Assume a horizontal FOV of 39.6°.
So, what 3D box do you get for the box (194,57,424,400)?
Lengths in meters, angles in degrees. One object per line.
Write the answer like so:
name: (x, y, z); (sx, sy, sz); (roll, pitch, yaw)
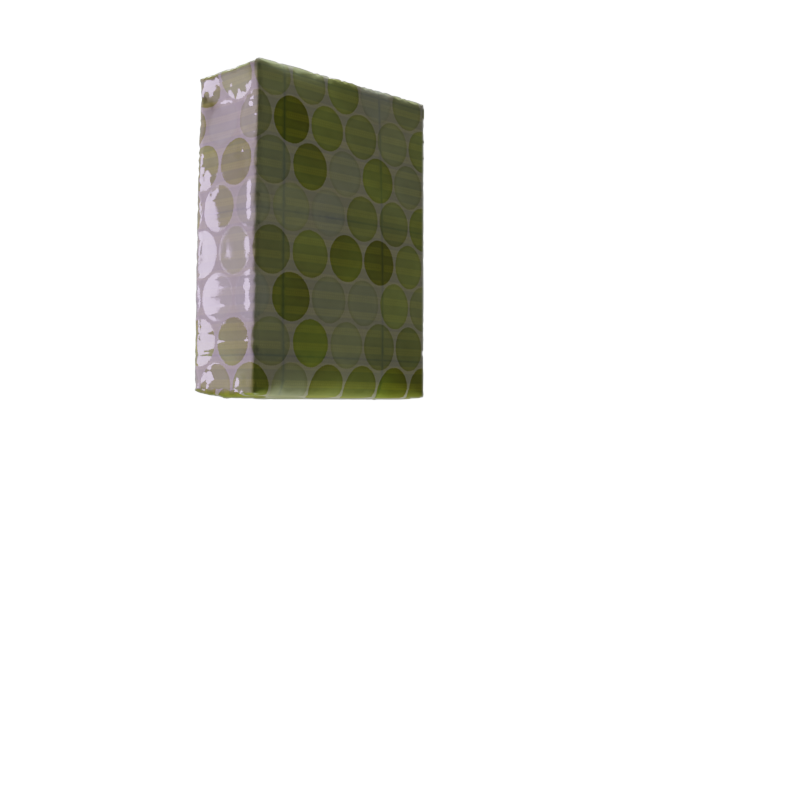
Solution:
box: (-0.059, -0.108, 0.759); (0.074, 0.218, 0.157); (-7, -9, 43)
